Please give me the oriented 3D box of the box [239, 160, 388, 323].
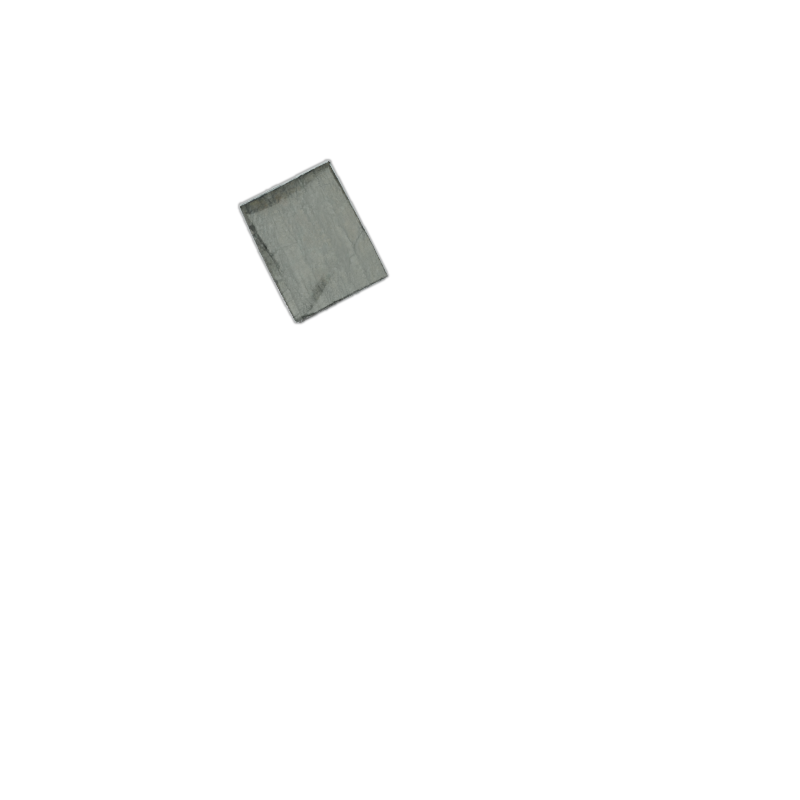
[{"bbox_3d":[-0.074,-0.134,0.940,0.090,0.112,0.039,-27,4,1],"label":"box"}]
